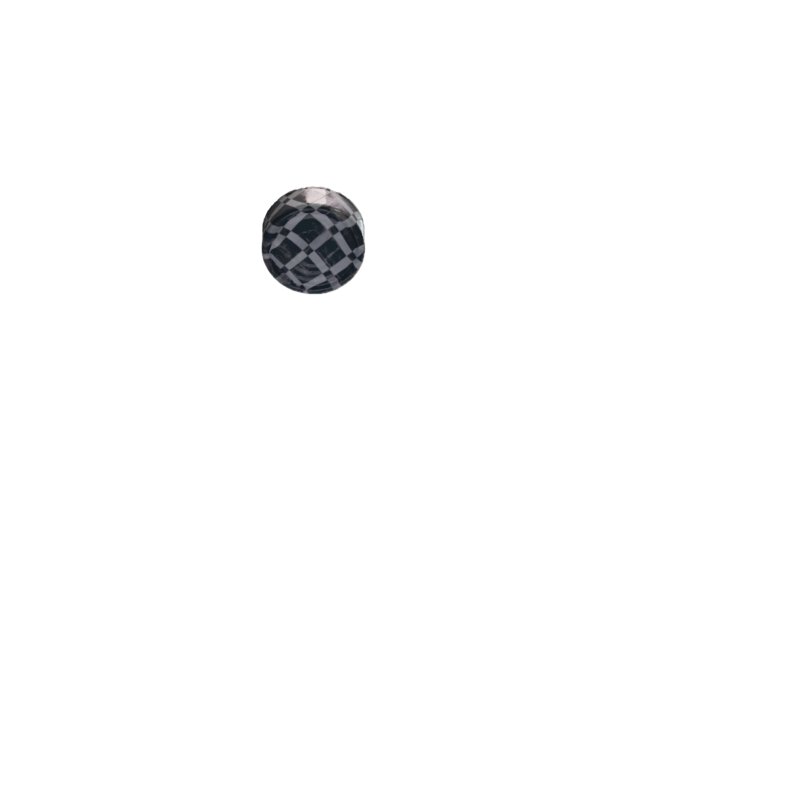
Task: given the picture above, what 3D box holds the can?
[{"bbox_3d":[-0.071,-0.130,0.910,0.086,0.081,0.036,1,33,-1],"label":"can"}]
